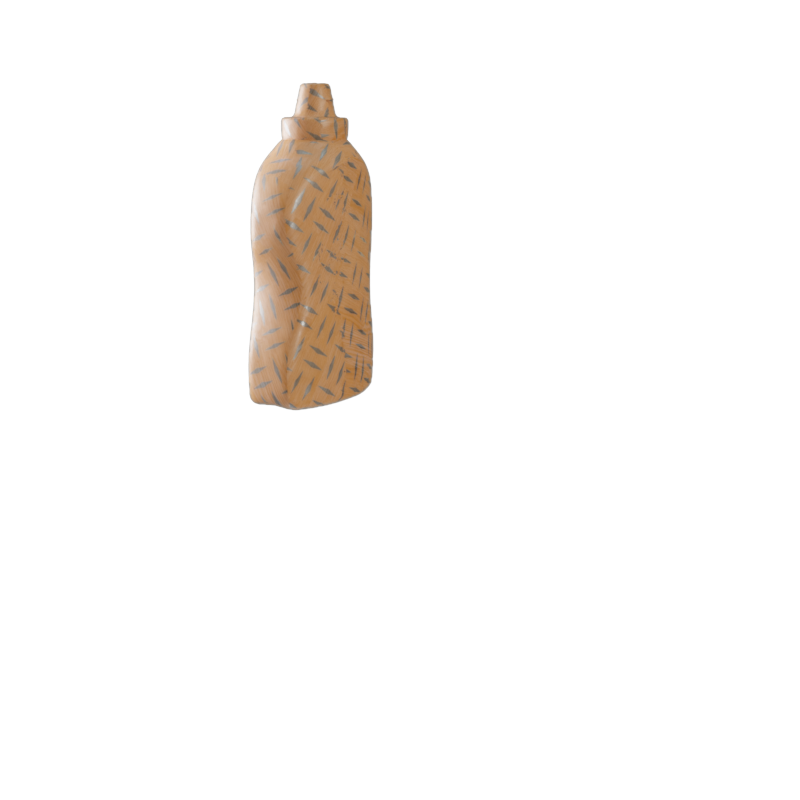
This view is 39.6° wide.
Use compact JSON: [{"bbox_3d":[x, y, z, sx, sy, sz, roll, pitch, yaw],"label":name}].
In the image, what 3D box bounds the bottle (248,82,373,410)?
[{"bbox_3d":[-0.053,-0.097,0.678,0.061,0.189,0.094,5,8,33],"label":"bottle"}]
